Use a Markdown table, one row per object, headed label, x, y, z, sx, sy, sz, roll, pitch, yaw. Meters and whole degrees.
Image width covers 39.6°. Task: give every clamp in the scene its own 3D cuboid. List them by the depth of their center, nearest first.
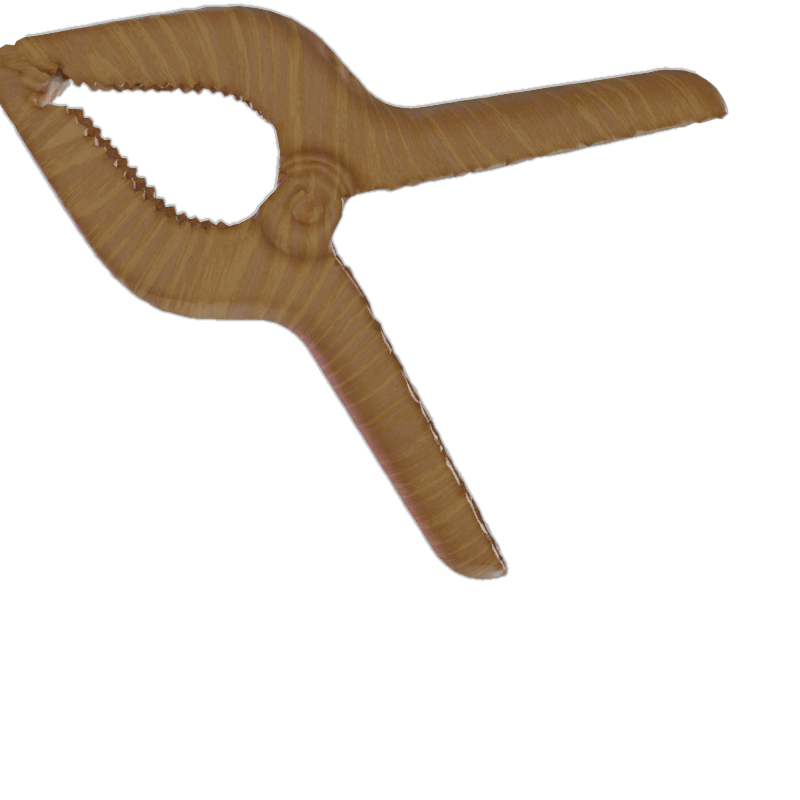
| label | x | y | z | sx | sy | sz | roll | pitch | yaw |
| --- | --- | --- | --- | --- | --- | --- | --- | --- | --- |
| clamp | -0.026 | -0.047 | 0.333 | 0.209 | 0.164 | 0.037 | 18 | 2 | -1 |
